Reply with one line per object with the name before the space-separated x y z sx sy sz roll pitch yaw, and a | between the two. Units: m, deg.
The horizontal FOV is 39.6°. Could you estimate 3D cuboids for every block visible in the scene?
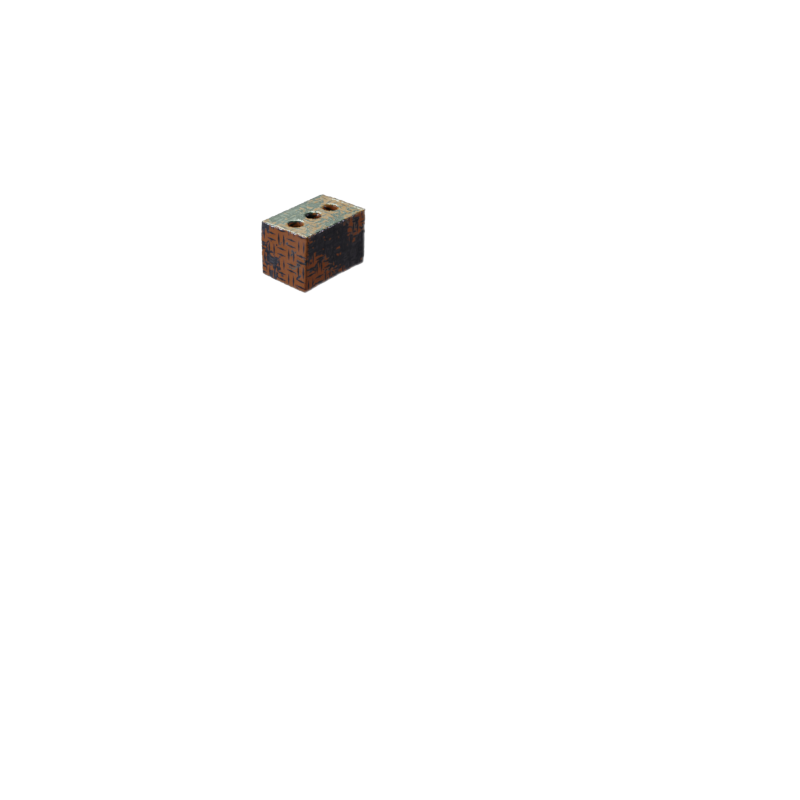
block | -0.074 -0.135 0.943 0.056 0.048 0.078 23 38 32
